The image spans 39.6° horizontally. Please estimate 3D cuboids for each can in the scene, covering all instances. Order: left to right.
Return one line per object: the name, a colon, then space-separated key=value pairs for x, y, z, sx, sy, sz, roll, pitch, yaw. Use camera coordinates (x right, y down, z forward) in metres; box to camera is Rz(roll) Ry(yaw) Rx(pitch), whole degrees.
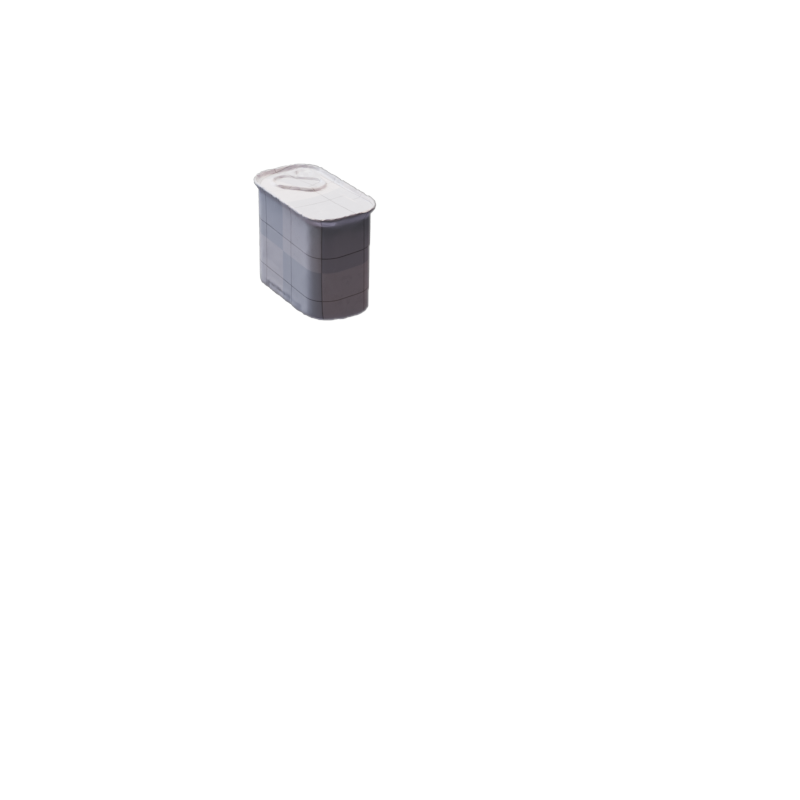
can: x=-0.064 y=-0.116 z=0.812 sx=0.057 sy=0.079 sz=0.110 roll=-17 pitch=35 yaw=-30
